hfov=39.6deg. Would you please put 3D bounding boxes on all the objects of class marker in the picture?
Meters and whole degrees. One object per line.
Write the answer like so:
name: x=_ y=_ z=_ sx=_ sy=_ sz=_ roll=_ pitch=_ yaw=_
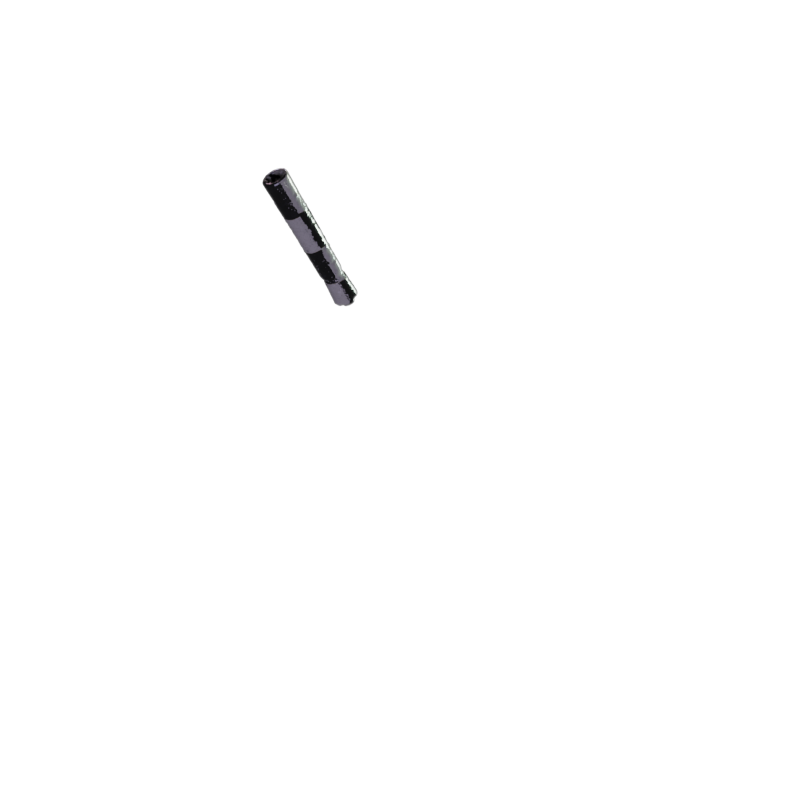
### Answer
marker: x=-0.060 y=-0.110 z=0.772 sx=0.020 sy=0.112 sz=0.021 roll=-20 pitch=37 yaw=15
